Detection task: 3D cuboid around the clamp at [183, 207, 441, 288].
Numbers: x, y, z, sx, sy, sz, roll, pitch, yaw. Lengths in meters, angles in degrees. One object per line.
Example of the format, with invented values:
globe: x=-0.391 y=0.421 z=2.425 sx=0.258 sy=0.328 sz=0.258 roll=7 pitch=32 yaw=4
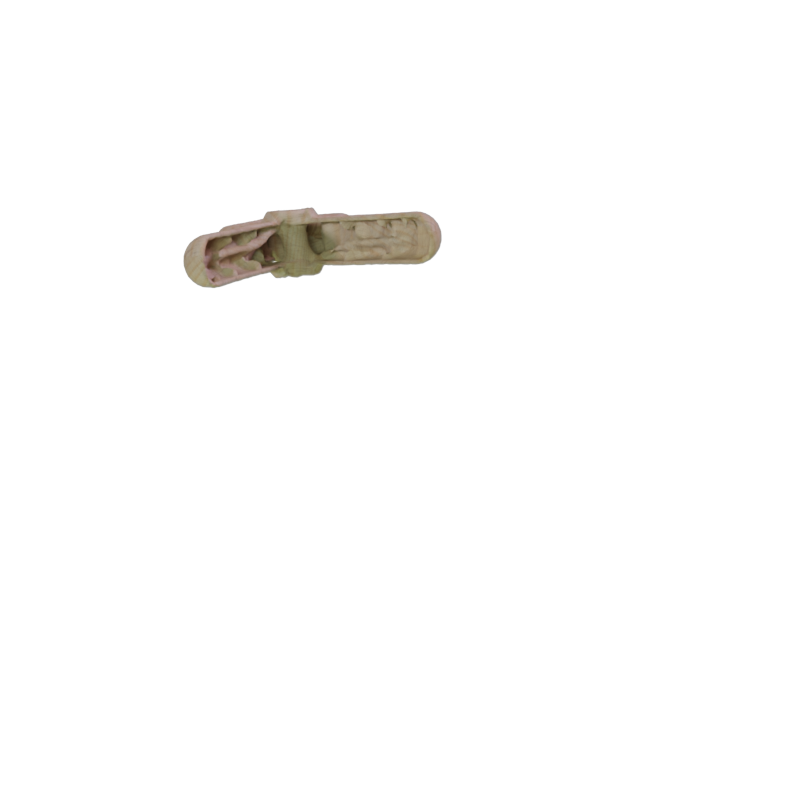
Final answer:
clamp: x=-0.045 y=-0.083 z=0.581 sx=0.120 sy=0.038 sz=0.176 roll=-1 pitch=13 yaw=-3
